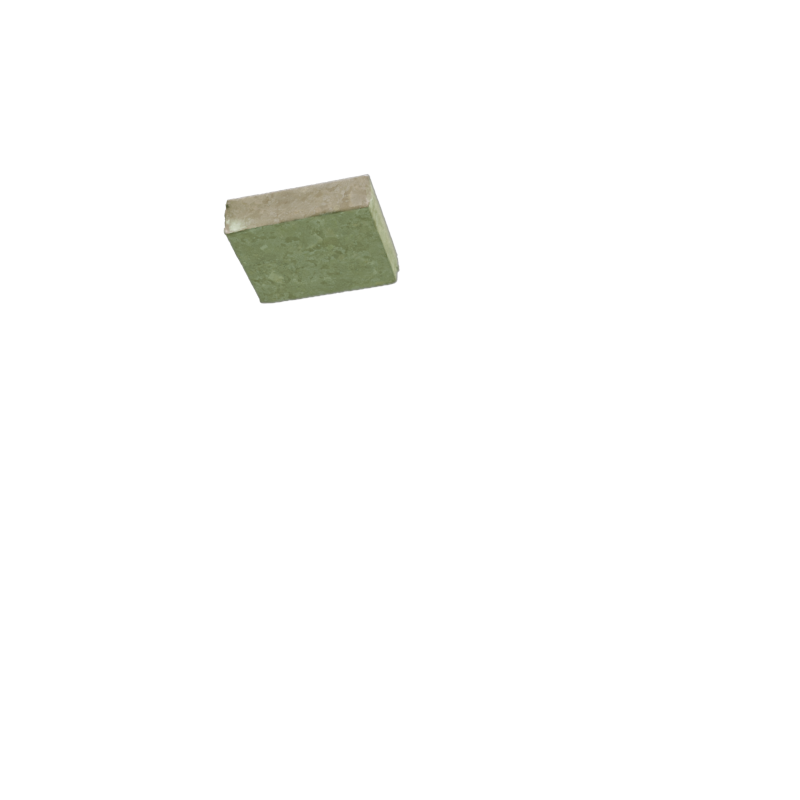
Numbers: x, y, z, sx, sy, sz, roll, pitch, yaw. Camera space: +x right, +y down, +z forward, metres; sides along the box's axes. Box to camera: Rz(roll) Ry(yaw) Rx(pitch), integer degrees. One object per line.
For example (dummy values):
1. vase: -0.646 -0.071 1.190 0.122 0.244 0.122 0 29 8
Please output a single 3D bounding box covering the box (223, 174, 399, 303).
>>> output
1. box: -0.065 -0.119 0.832 0.114 0.042 0.083 -9 -39 11
